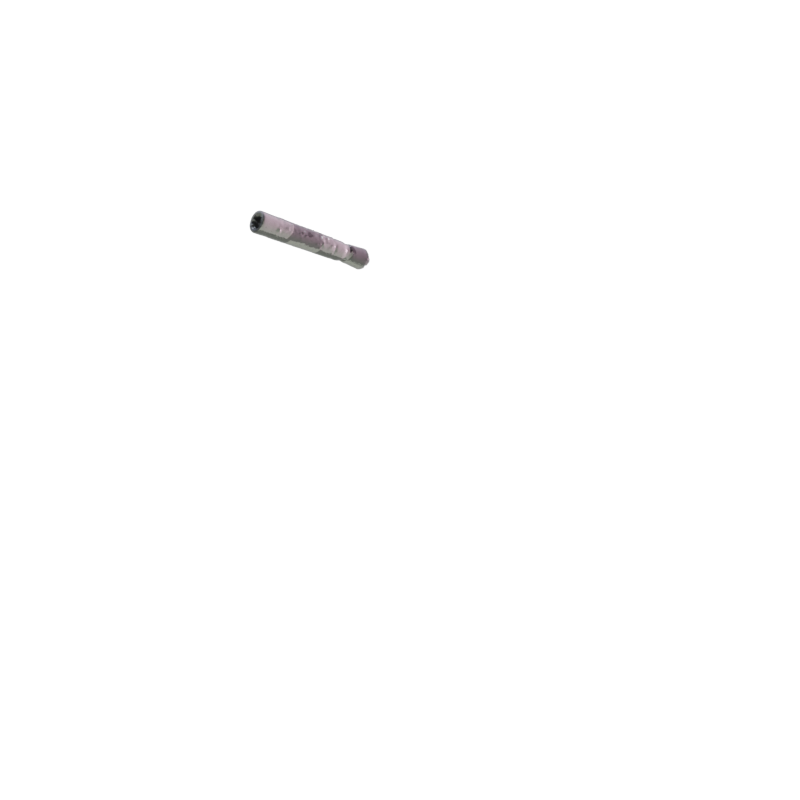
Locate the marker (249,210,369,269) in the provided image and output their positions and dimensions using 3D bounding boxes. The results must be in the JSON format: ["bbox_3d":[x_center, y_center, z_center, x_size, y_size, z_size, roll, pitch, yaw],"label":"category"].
[{"bbox_3d":[-0.073,-0.133,0.929,0.114,0.020,0.021,15,-6,-38],"label":"marker"}]
